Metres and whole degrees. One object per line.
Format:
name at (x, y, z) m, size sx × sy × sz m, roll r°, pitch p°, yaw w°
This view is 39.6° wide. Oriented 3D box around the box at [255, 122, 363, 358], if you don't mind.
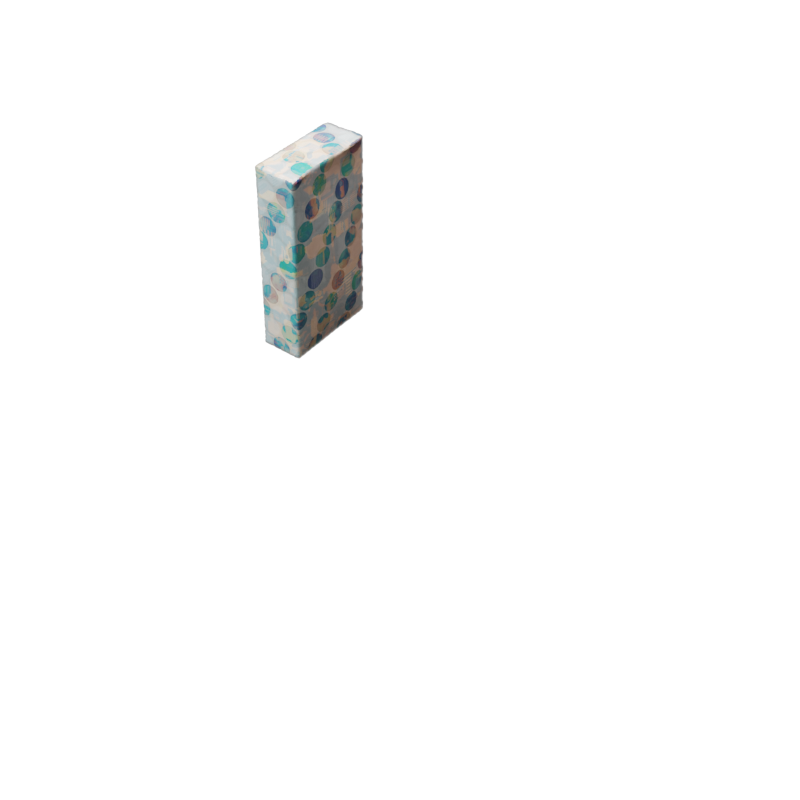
box at (-0.072, -0.131, 0.921) m, size 0.051 × 0.165 × 0.095 m, roll 26°, pitch 45°, yaw 25°
